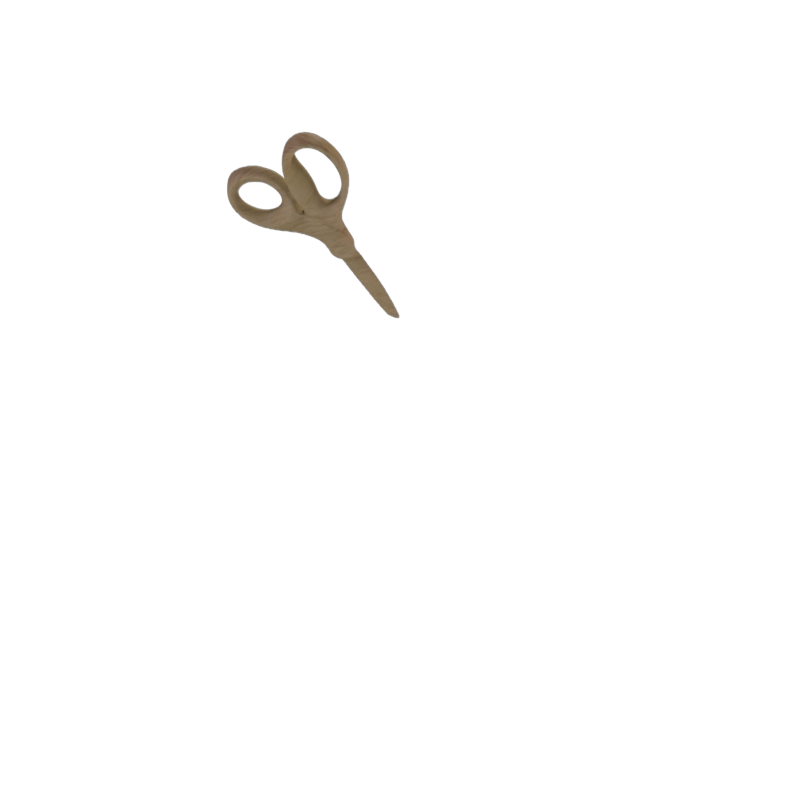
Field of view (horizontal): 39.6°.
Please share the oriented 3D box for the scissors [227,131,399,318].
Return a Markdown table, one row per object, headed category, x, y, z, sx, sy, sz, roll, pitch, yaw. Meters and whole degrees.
| category | x | y | z | sx | sy | sz | roll | pitch | yaw |
| --- | --- | --- | --- | --- | --- | --- | --- | --- | --- |
| scissors | -0.064 | -0.117 | 0.822 | 0.097 | 0.017 | 0.186 | -7 | -40 | 8 |
